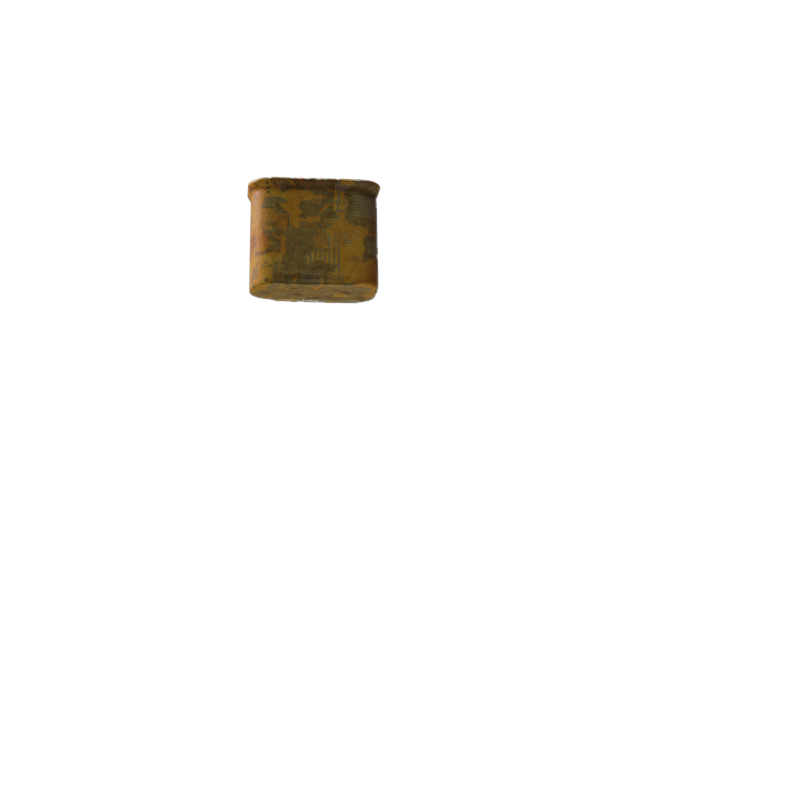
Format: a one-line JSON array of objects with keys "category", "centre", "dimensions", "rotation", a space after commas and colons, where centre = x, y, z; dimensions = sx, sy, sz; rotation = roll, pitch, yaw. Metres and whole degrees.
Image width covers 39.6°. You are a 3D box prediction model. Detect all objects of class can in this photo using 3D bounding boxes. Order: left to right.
[{"category": "can", "centre": [-0.066, -0.121, 0.846], "dimensions": [0.101, 0.087, 0.056], "rotation": [1, -15, -6]}]
